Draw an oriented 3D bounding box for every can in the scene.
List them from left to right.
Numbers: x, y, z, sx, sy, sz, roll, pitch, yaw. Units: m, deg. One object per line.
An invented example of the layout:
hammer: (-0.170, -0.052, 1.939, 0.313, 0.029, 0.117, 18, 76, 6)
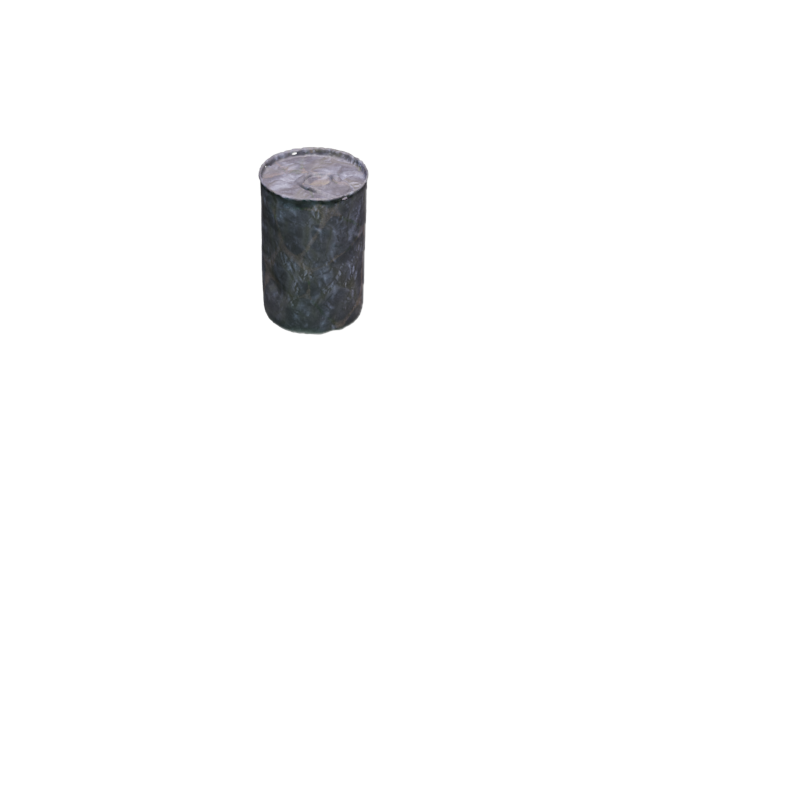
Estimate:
can: (-0.056, -0.101, 0.710, 0.068, 0.096, 0.073, 0, 35, -3)
